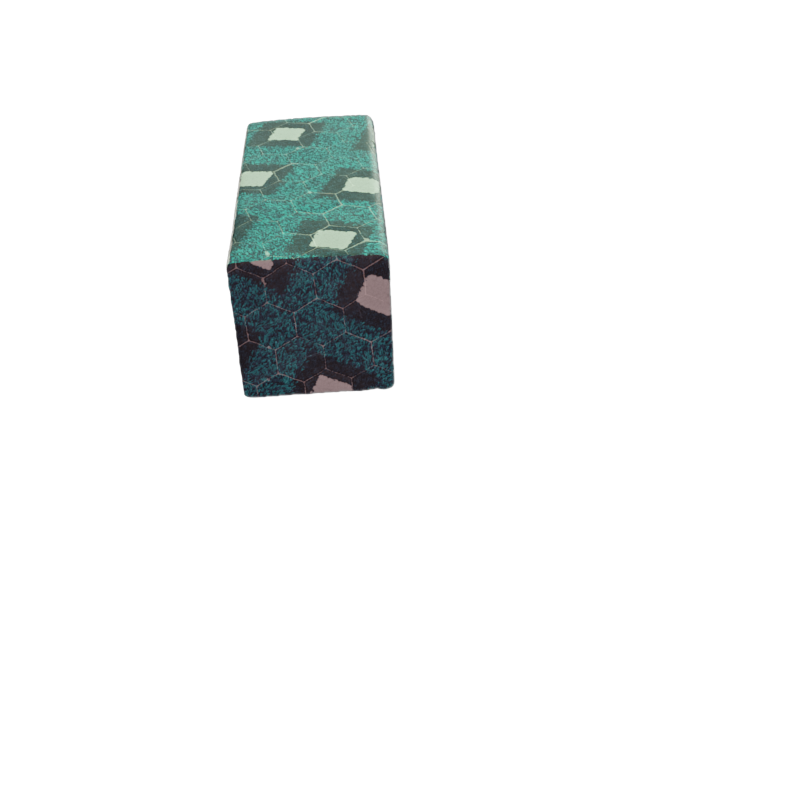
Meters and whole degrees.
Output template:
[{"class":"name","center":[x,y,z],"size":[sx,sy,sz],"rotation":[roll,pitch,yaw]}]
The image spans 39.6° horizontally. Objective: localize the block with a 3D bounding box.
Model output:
[{"class":"block","center":[-0.055,-0.101,0.707],"size":[0.090,0.085,0.220],"rotation":[-4,33,-1]}]
